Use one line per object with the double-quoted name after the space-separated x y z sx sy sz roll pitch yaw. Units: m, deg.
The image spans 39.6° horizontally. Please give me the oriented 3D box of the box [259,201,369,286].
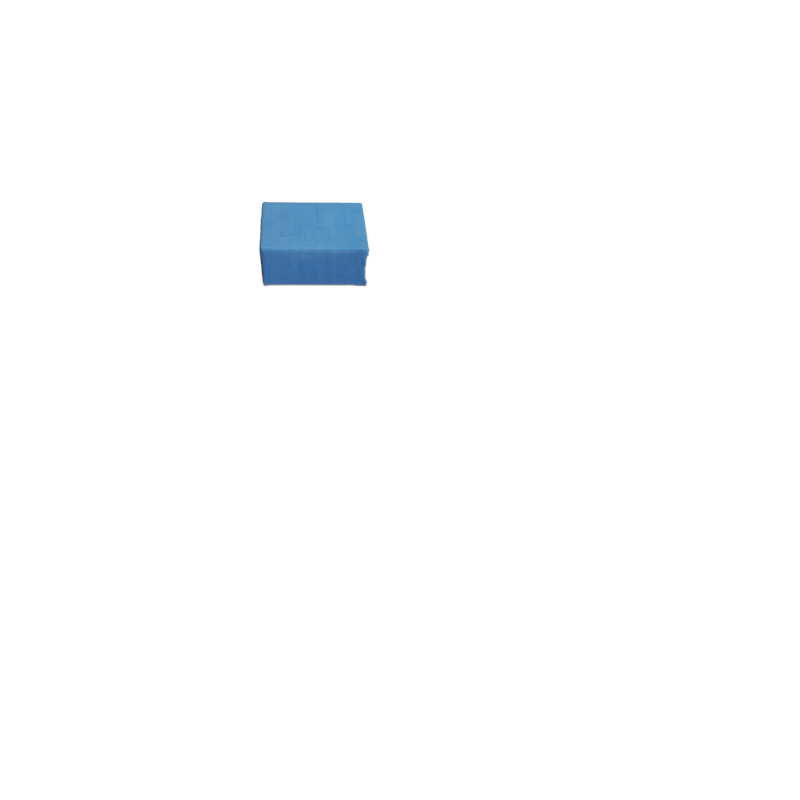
-0.074 -0.135 0.947 0.089 0.037 0.121 -2 30 -3 "box"
